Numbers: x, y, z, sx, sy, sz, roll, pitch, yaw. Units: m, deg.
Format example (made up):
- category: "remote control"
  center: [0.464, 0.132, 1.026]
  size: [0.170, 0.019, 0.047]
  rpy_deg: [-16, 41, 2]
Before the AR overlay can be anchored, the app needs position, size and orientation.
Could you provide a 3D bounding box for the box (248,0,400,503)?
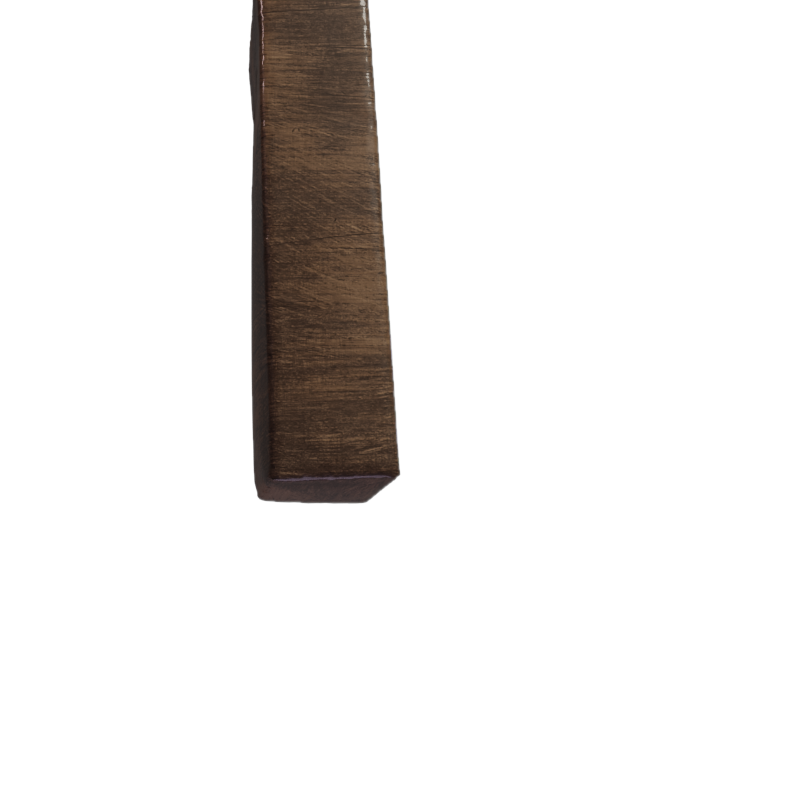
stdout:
- category: "box"
  center: [-0.030, -0.056, 0.393]
  size: [0.048, 0.183, 0.091]
  rpy_deg: [1, -16, -8]
